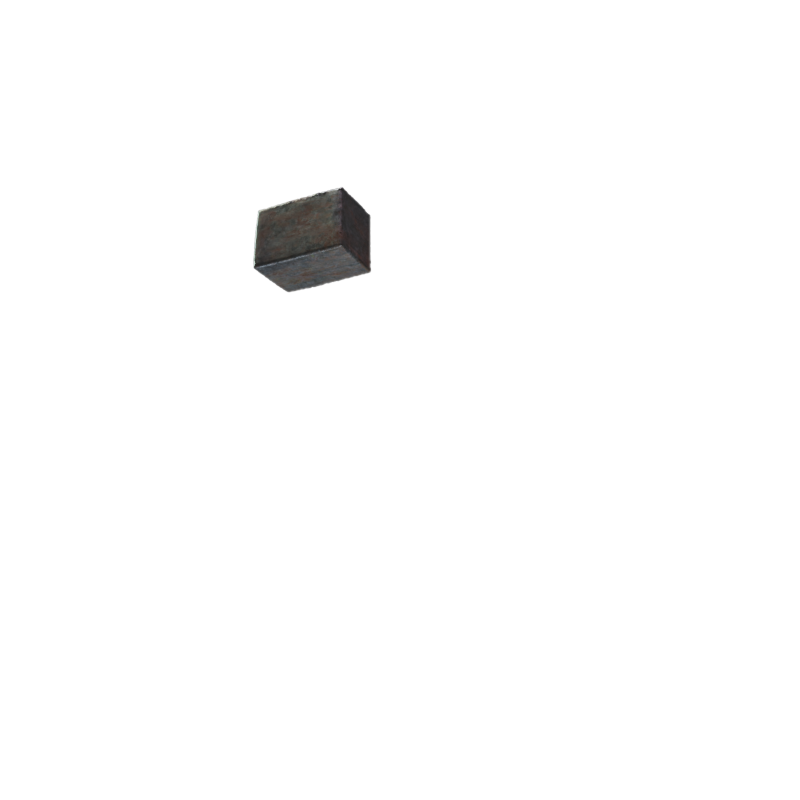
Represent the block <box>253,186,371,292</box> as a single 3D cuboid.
[{"bbox_3d":[-0.067,-0.123,0.861,0.079,0.054,0.049,-12,-27,24],"label":"block"}]
